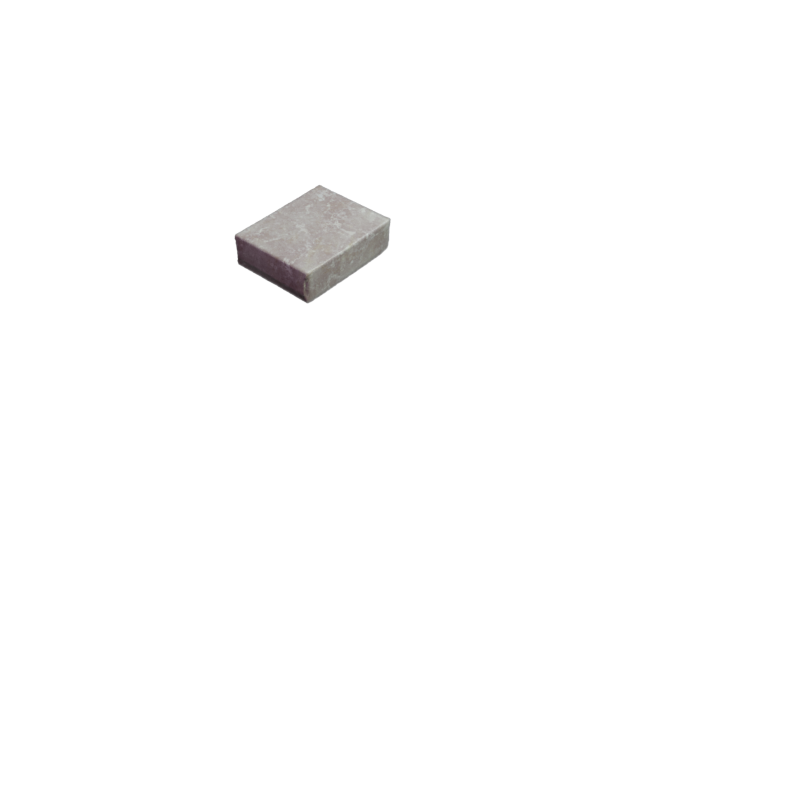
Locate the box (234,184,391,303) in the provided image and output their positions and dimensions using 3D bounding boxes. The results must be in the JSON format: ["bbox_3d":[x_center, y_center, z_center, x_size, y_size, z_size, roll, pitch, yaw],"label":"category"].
[{"bbox_3d":[-0.078,-0.142,0.993,0.096,0.036,0.114,29,47,31],"label":"box"}]
